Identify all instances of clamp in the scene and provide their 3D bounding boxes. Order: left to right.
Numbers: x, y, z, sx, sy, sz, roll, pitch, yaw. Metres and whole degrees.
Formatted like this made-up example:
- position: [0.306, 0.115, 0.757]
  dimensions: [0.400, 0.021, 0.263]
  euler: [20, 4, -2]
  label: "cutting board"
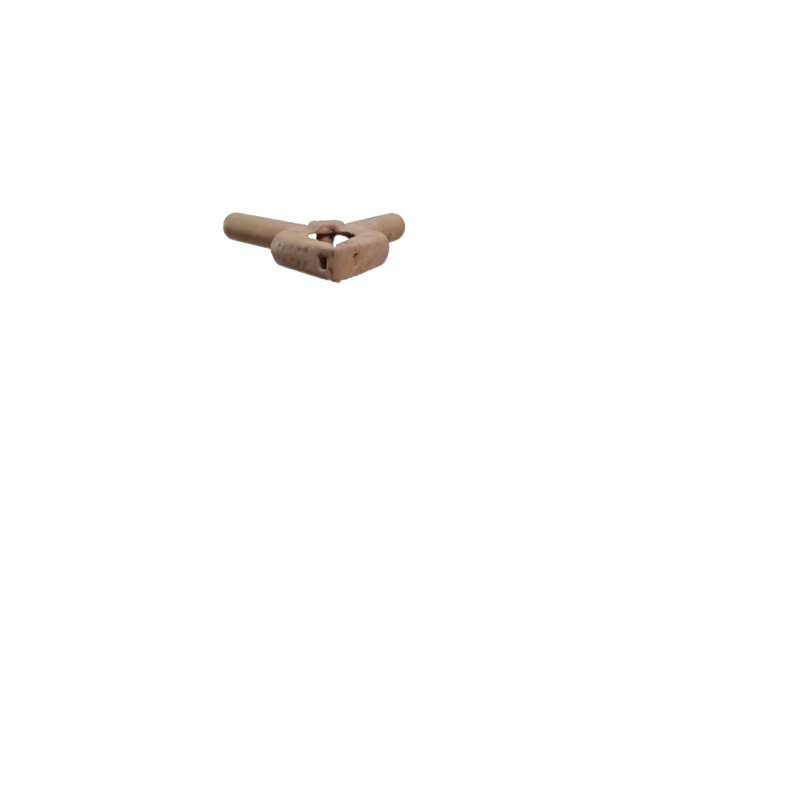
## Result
- position: [-0.072, -0.132, 0.923]
  dimensions: [0.164, 0.035, 0.217]
  euler: [0, 17, -2]
  label: "clamp"
